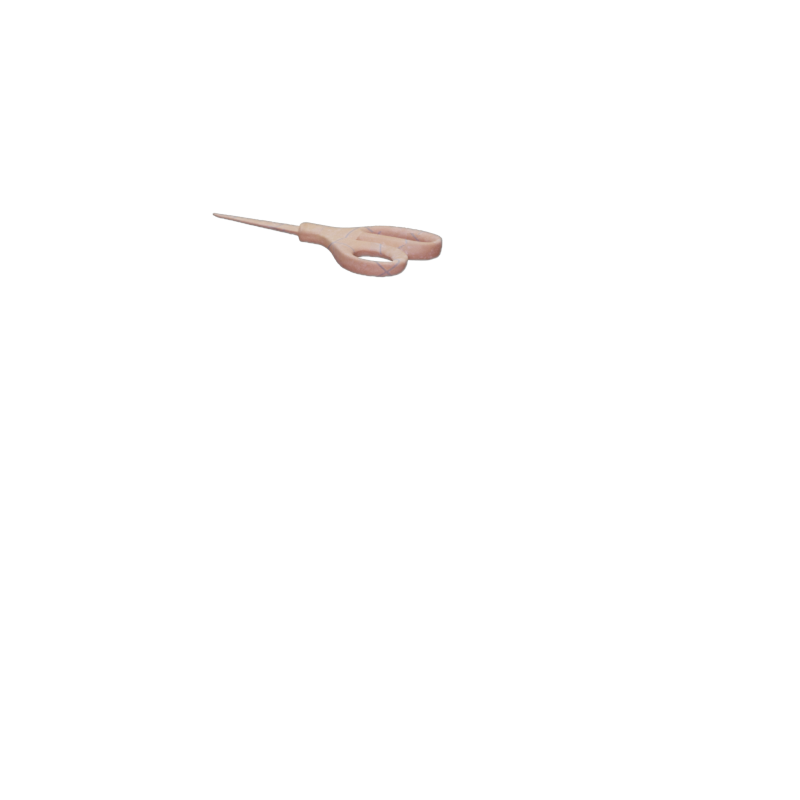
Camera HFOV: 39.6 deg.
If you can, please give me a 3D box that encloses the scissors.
[{"bbox_3d":[-0.069,-0.126,0.883,0.206,0.015,0.099,6,27,13],"label":"scissors"}]
